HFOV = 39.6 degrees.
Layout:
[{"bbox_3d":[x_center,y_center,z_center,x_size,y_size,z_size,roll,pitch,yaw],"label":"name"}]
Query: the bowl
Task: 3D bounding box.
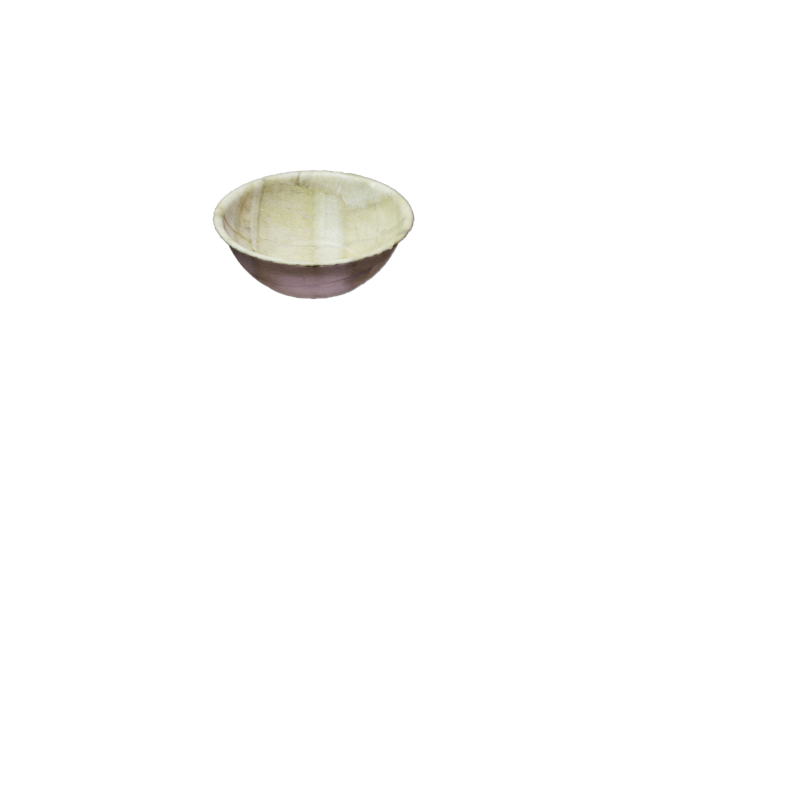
[{"bbox_3d":[-0.071,-0.129,0.902,0.162,0.052,0.173,-1,35,-2],"label":"bowl"}]
